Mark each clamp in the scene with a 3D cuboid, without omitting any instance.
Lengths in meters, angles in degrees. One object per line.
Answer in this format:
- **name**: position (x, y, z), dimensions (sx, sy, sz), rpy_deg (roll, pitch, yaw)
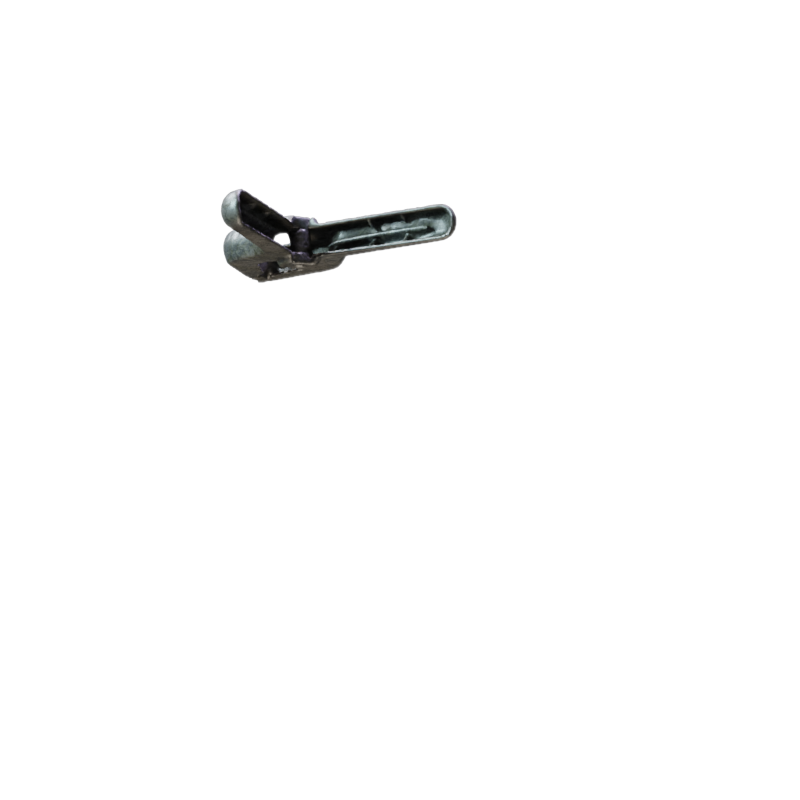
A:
- **clamp**: position (-0.064, -0.117, 0.816), dimensions (0.161, 0.037, 0.210), rpy_deg (1, -4, -16)
